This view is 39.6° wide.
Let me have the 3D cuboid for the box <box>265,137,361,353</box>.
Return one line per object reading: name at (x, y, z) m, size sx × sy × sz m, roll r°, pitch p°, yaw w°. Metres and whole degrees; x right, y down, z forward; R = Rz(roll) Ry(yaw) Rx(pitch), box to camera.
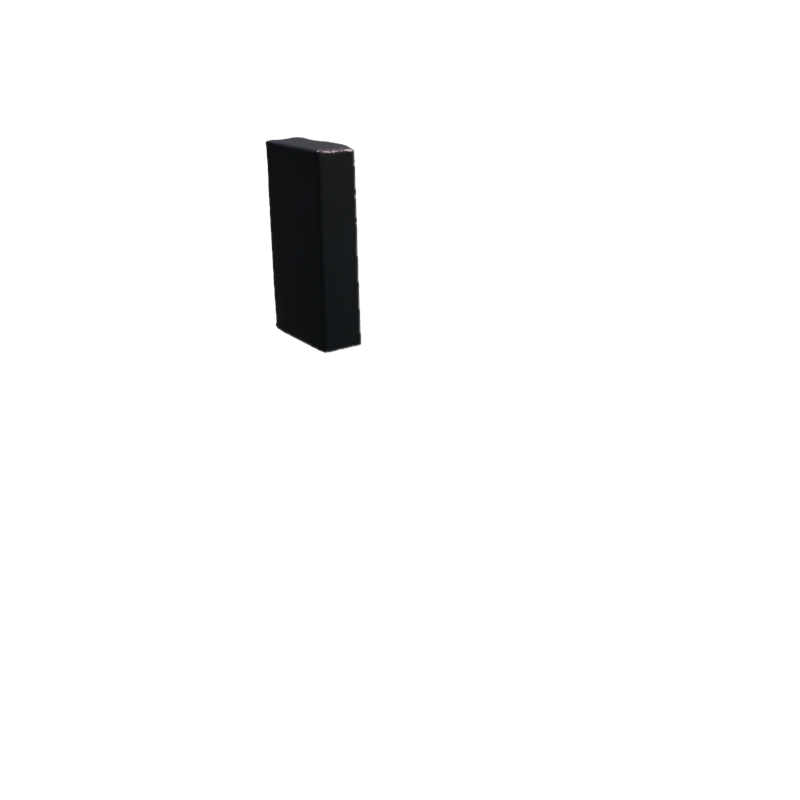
box at (-0.076, -0.140, 0.978) m, size 0.047 × 0.171 × 0.099 m, roll -8°, pitch 17°, yaw -32°
